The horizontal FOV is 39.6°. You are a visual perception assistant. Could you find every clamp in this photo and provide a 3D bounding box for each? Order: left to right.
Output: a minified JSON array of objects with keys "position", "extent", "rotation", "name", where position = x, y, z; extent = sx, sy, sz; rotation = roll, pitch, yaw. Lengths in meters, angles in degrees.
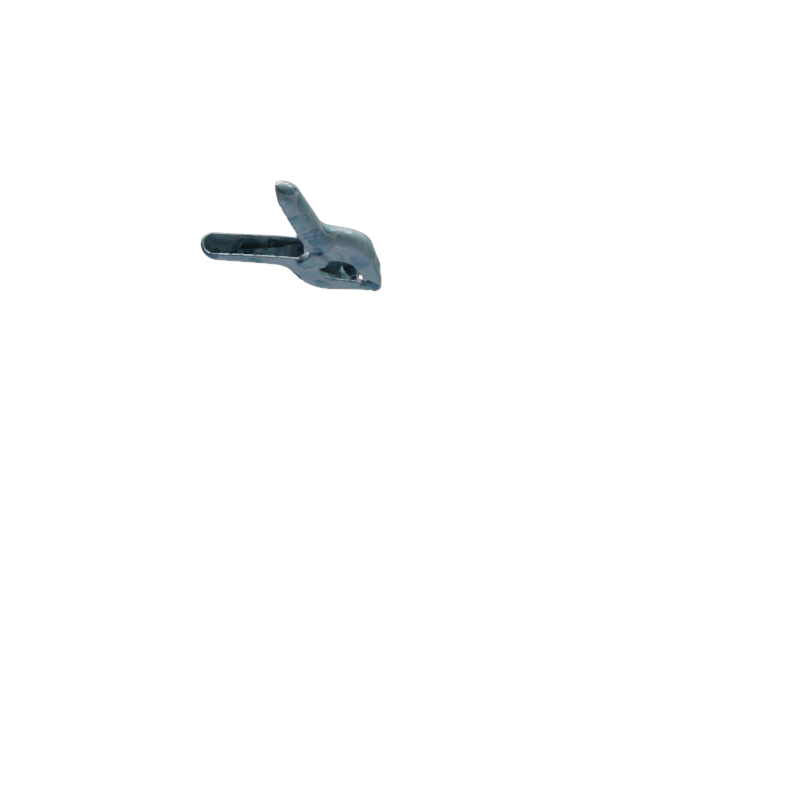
[{"position":[-0.077,-0.140,0.983],"extent":[0.164,0.041,0.119],"rotation":[12,-24,-30],"name":"clamp"}]
